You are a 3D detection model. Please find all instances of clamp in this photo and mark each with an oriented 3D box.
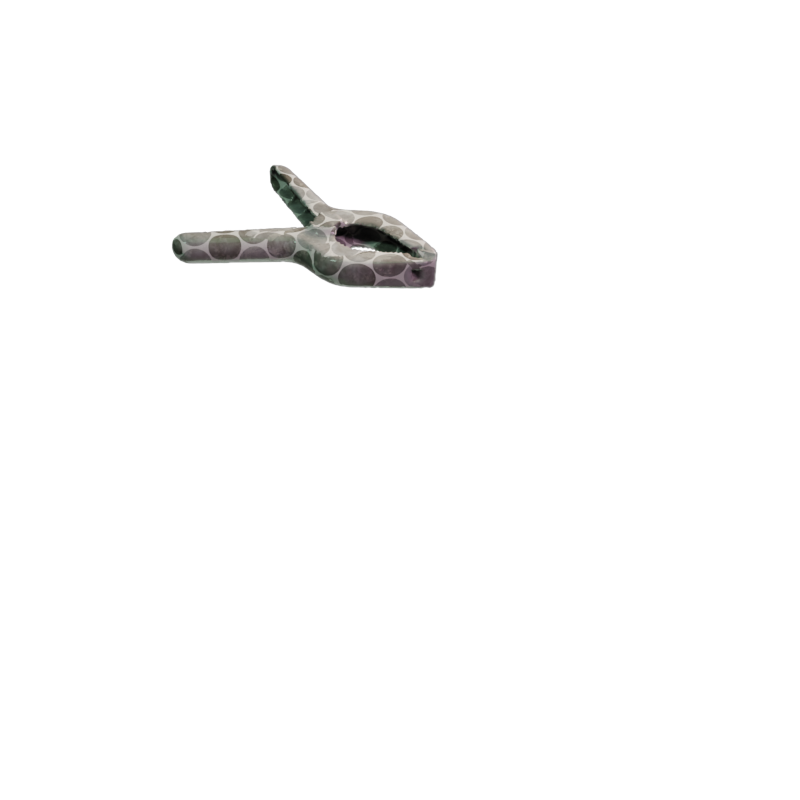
[{"bbox_3d":[-0.072,-0.131,0.919,0.222,0.034,0.167,23,43,28],"label":"clamp"}]
